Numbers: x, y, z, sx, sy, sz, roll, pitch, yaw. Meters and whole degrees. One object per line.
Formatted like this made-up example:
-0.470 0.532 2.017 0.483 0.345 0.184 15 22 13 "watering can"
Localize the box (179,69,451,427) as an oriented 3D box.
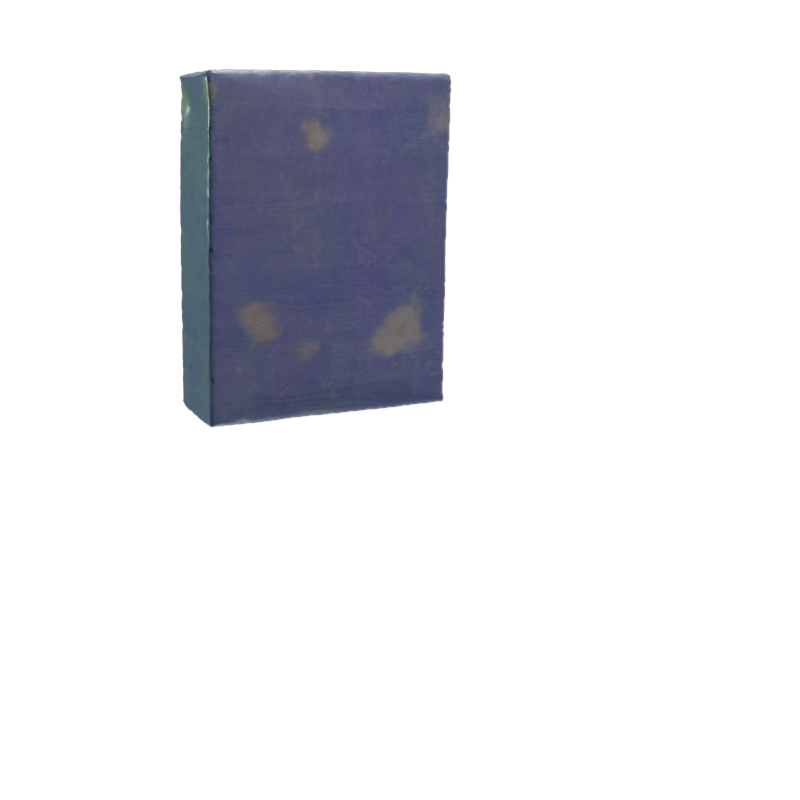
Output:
-0.055 -0.101 0.707 0.160 0.210 0.075 -4 8 -25 "box"
